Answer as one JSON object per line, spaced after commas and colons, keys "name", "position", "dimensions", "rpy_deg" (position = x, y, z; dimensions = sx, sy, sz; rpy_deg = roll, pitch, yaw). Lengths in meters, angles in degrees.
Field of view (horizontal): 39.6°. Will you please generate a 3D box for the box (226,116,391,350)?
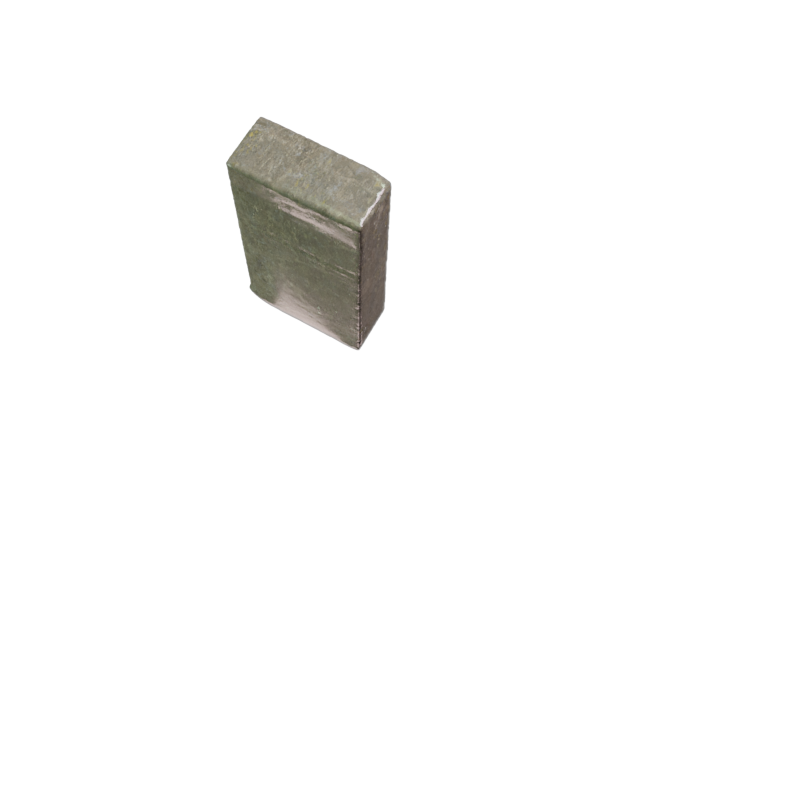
{"name": "box", "position": [-0.055, -0.102, 0.711], "dimensions": [0.096, 0.049, 0.167], "rpy_deg": [30, -22, 10]}
